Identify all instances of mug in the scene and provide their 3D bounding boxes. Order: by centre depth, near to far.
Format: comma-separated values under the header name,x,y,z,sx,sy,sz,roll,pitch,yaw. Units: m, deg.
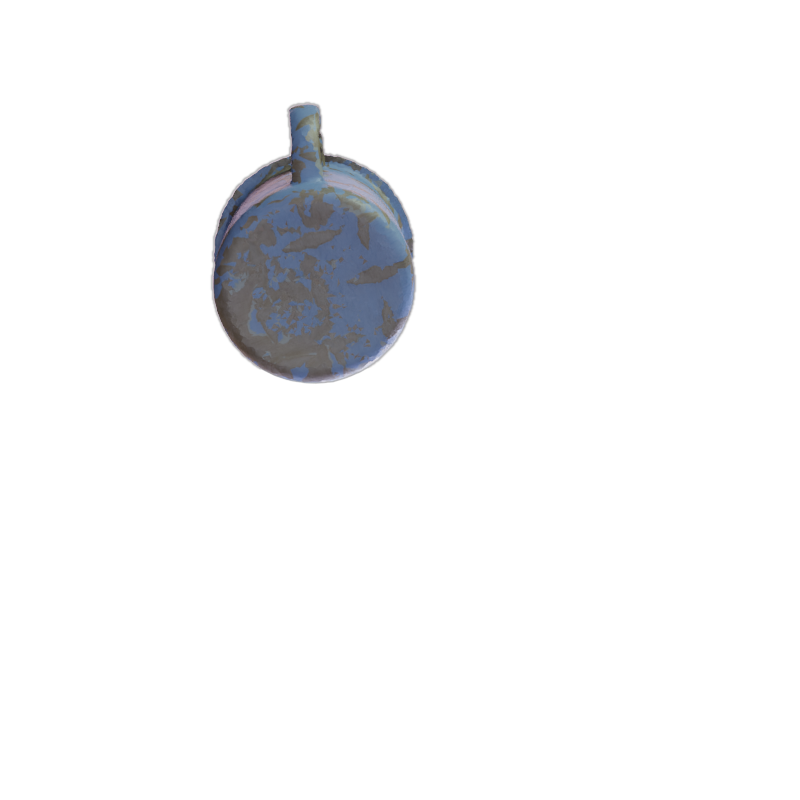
name,x,y,z,sx,sy,sz,roll,pitch,yaw
mug,-0.037,-0.068,0.474,0.093,0.114,0.084,-1,13,-2
